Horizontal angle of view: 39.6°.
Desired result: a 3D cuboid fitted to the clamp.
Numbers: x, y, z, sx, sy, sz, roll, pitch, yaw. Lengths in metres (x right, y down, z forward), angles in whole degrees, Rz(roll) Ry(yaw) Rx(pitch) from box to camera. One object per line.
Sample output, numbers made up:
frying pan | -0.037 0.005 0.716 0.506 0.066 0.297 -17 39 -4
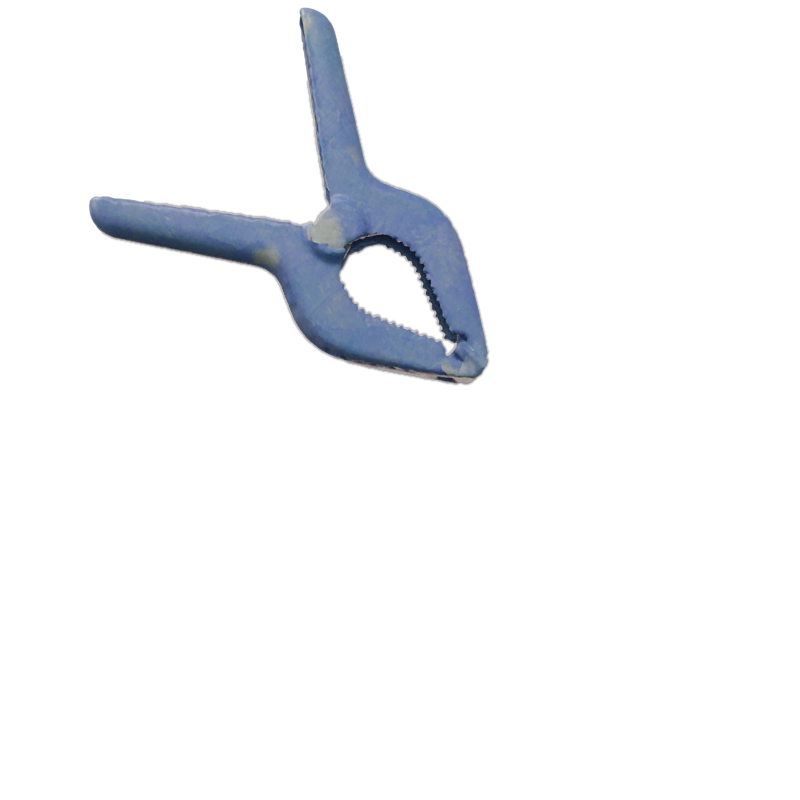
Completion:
clamp | -0.044 -0.081 0.566 0.165 0.216 0.035 -38 -10 -8
